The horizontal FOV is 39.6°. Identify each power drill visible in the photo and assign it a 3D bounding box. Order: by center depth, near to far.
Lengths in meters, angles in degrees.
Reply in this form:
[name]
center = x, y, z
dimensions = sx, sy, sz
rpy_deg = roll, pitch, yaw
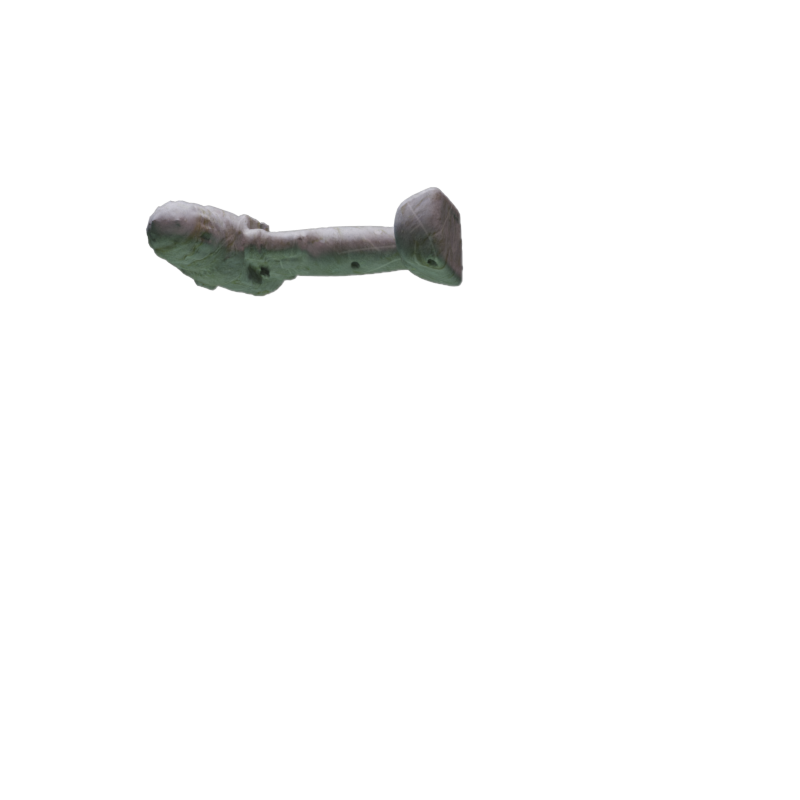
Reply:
[power drill]
center = -0.059, -0.107, 0.748
dimensions = 0.191, 0.058, 0.179
rpy_deg = 0, -1, 15
